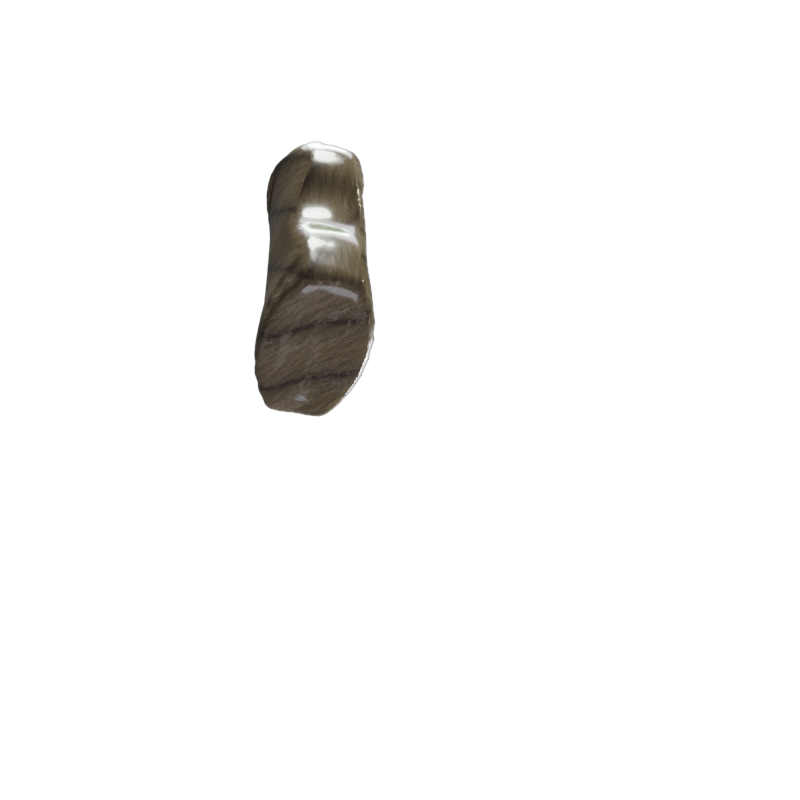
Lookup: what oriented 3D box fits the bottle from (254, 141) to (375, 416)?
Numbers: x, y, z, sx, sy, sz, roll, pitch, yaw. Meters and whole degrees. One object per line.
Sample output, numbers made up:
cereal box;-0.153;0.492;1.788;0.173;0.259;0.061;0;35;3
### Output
bottle;-0.049;-0.090;0.629;0.057;0.091;0.206;8;40;-11
